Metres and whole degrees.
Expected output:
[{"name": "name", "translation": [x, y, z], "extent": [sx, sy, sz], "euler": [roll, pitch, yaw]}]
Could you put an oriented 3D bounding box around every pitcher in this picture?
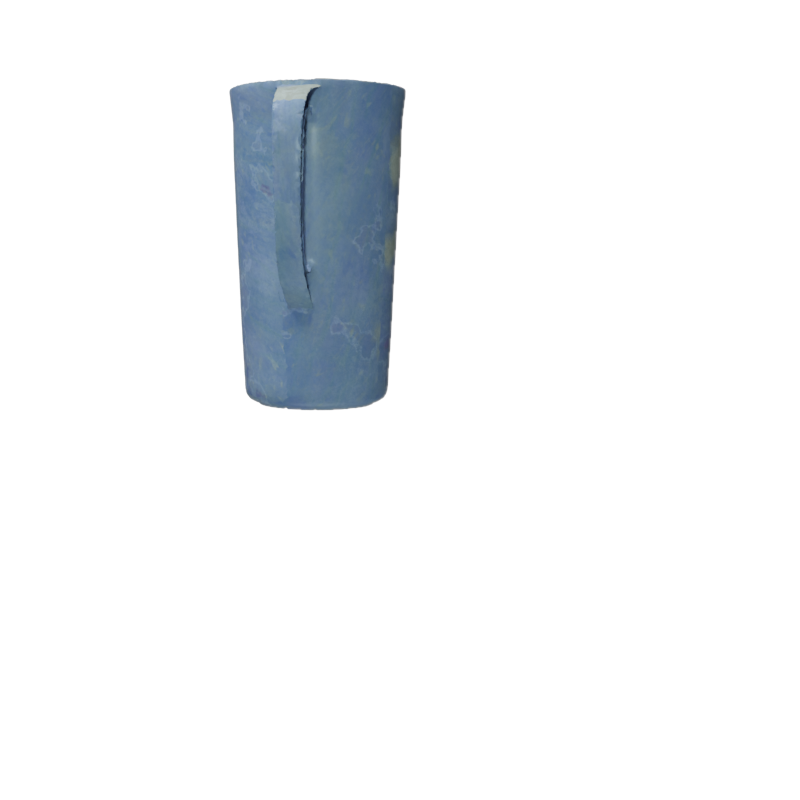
[{"name": "pitcher", "translation": [-0.065, -0.118, 0.830], "extent": [0.144, 0.243, 0.151], "euler": [-1, 2, -37]}]
